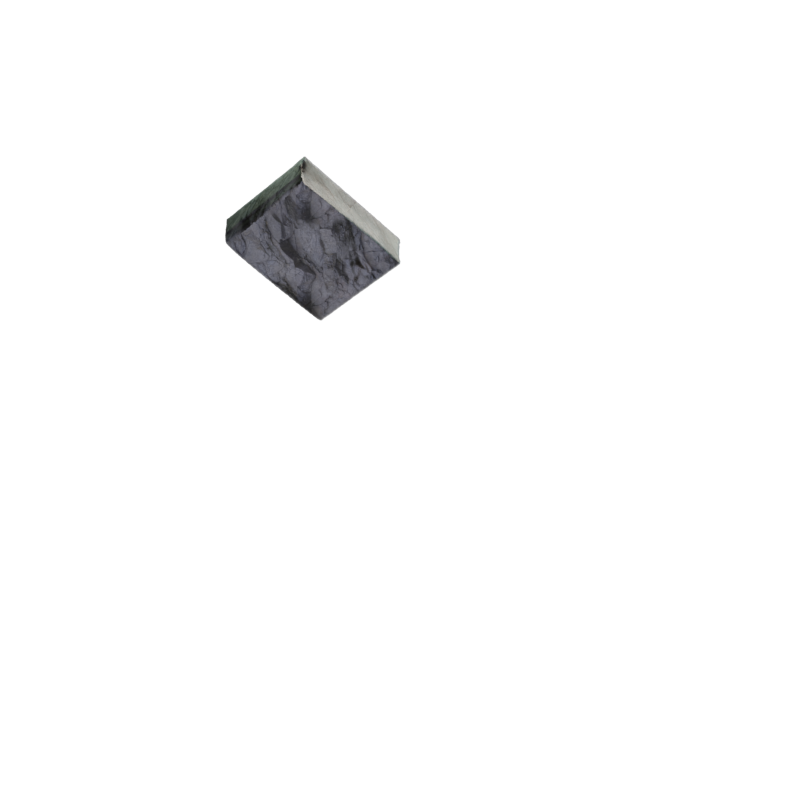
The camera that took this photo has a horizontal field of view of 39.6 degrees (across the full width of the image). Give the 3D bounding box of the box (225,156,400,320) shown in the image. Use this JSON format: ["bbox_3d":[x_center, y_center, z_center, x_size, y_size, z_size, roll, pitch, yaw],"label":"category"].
[{"bbox_3d":[-0.069,-0.125,0.877,0.089,0.042,0.107,-35,-57,27],"label":"box"}]
